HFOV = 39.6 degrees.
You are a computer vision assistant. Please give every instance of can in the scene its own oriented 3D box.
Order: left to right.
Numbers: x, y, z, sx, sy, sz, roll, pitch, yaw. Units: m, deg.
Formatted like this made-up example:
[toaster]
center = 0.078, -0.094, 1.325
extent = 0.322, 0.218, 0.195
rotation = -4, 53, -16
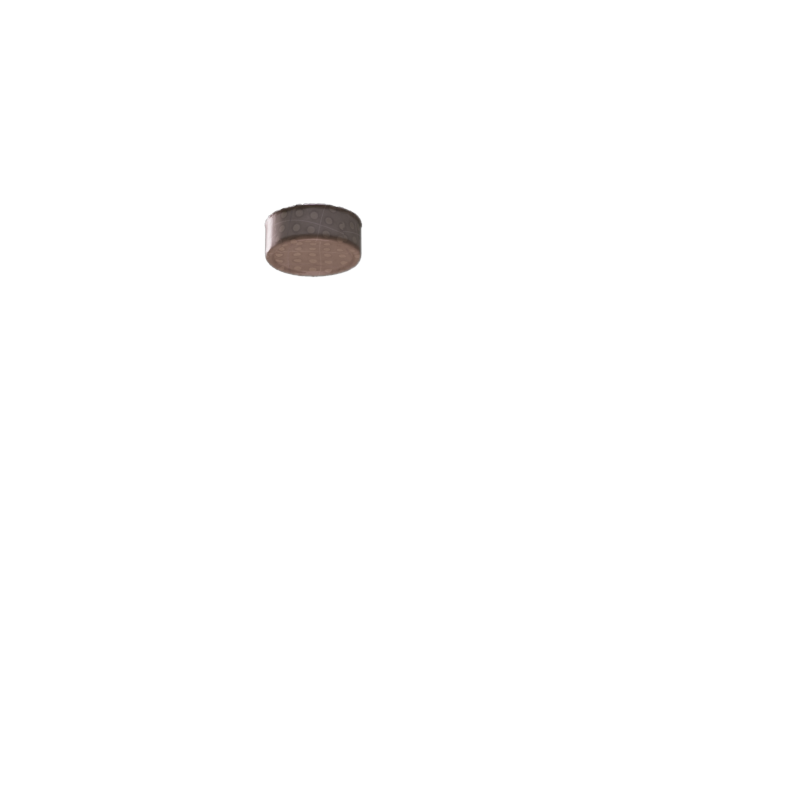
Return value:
[can]
center = -0.076, -0.138, 0.966
extent = 0.086, 0.035, 0.082
rotation = 0, -18, -2
